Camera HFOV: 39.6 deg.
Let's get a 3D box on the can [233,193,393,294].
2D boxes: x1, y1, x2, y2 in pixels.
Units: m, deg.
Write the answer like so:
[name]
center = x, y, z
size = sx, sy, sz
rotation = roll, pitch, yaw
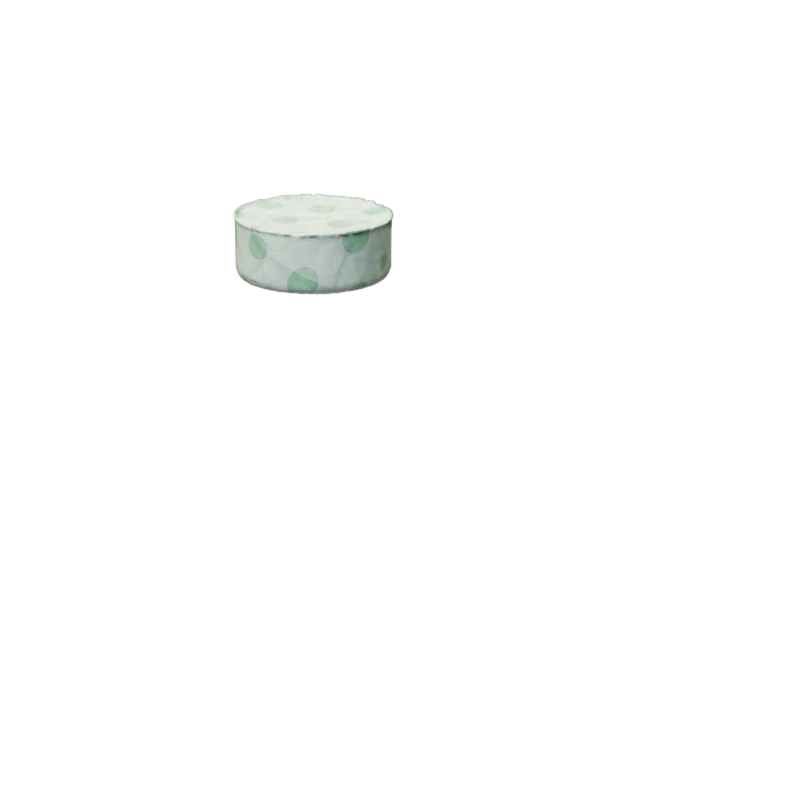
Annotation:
[can]
center = -0.047, -0.085, 0.598
size = 0.086, 0.032, 0.090
rotation = -1, 22, -2
